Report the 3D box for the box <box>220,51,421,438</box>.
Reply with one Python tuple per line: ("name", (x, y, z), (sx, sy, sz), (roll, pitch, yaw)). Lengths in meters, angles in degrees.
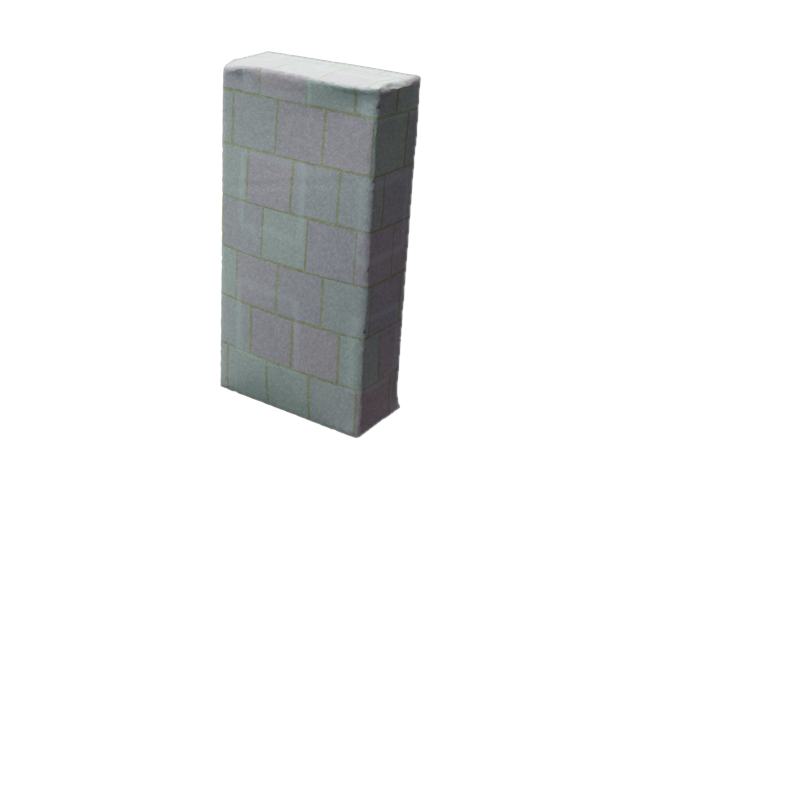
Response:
("box", (-0.044, -0.079, 0.553), (0.098, 0.168, 0.048), (17, 27, 31))
